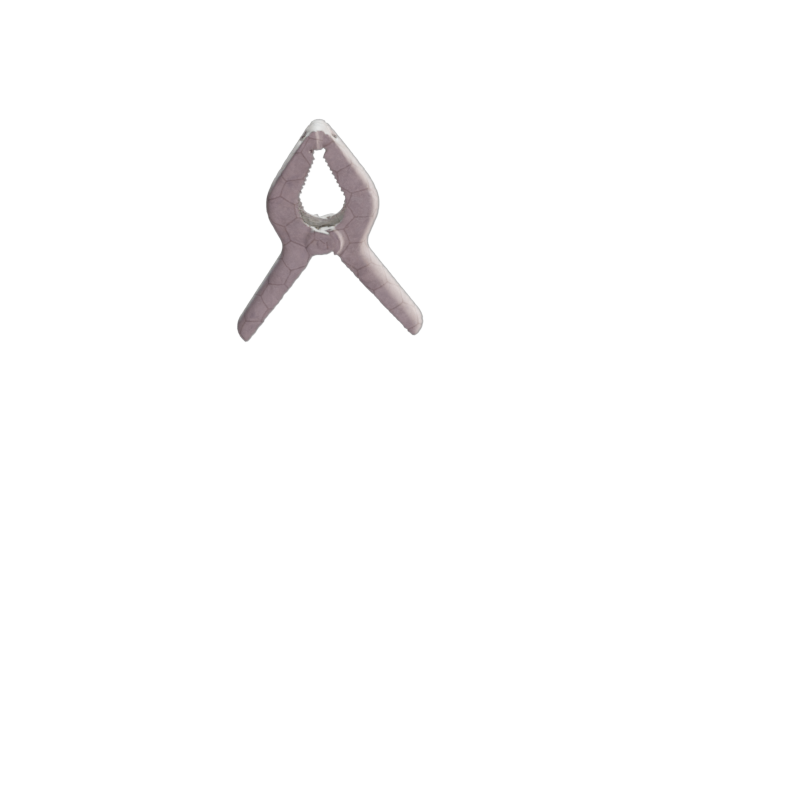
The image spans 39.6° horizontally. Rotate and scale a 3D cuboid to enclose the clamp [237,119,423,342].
[{"bbox_3d":[-0.074,-0.136,0.949,0.165,0.197,0.039,-8,29,4],"label":"clamp"}]
